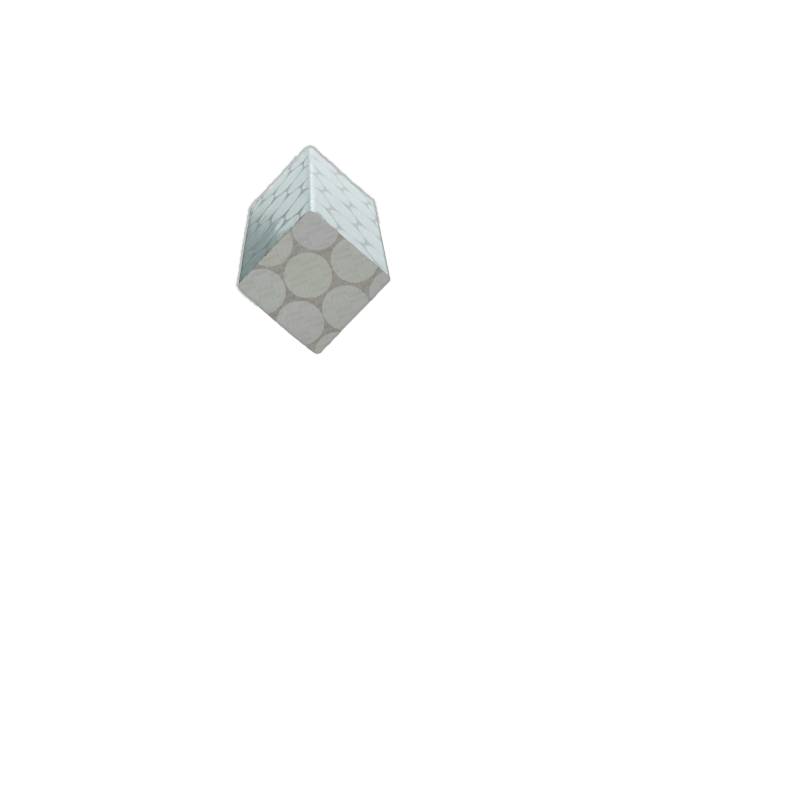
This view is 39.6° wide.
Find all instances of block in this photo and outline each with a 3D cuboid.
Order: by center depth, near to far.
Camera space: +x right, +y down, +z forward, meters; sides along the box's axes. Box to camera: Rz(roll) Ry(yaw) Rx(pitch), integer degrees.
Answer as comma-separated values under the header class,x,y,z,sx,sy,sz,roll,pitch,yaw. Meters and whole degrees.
class,x,y,z,sx,sy,sz,roll,pitch,yaw
block,-0.076,-0.138,0.967,0.087,0.090,0.217,40,17,-19
